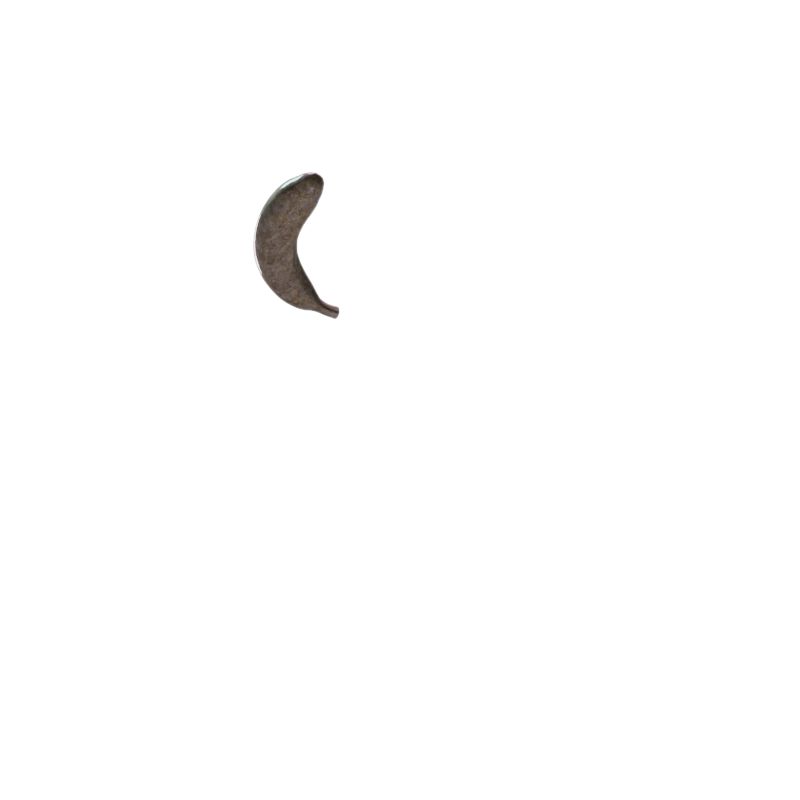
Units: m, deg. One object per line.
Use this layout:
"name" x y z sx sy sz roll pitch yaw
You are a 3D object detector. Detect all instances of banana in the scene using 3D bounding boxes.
"banana" -0.093 -0.133 0.953 0.070 0.039 0.185 -2 -30 2
